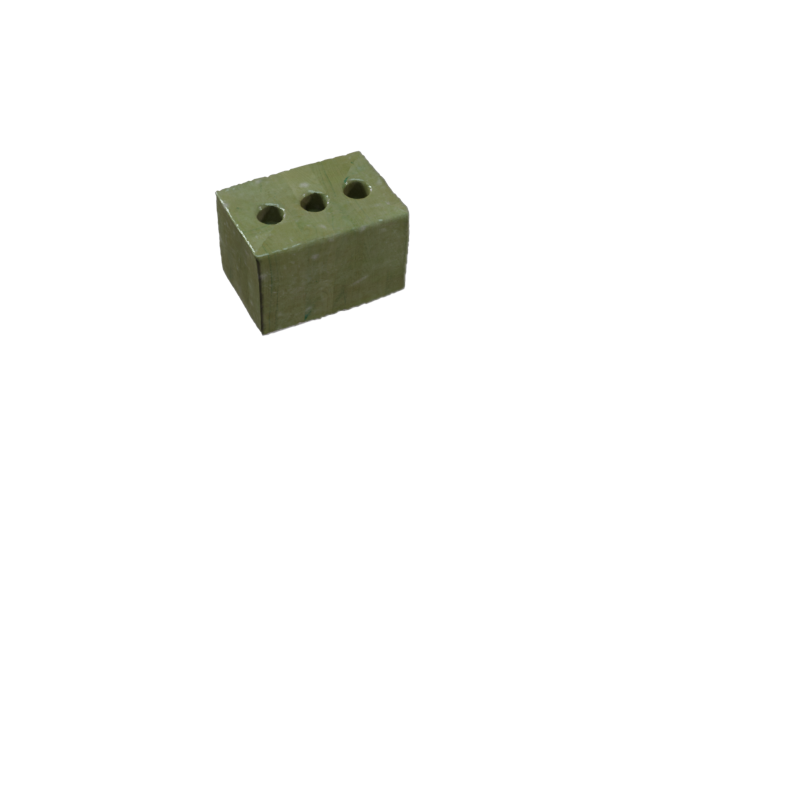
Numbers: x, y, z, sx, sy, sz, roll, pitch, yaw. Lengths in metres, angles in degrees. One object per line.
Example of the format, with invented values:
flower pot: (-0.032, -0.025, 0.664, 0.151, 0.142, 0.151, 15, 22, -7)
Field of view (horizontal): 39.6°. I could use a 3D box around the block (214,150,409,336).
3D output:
block: (-0.041, -0.075, 0.523, 0.077, 0.048, 0.057, -20, 49, -19)
